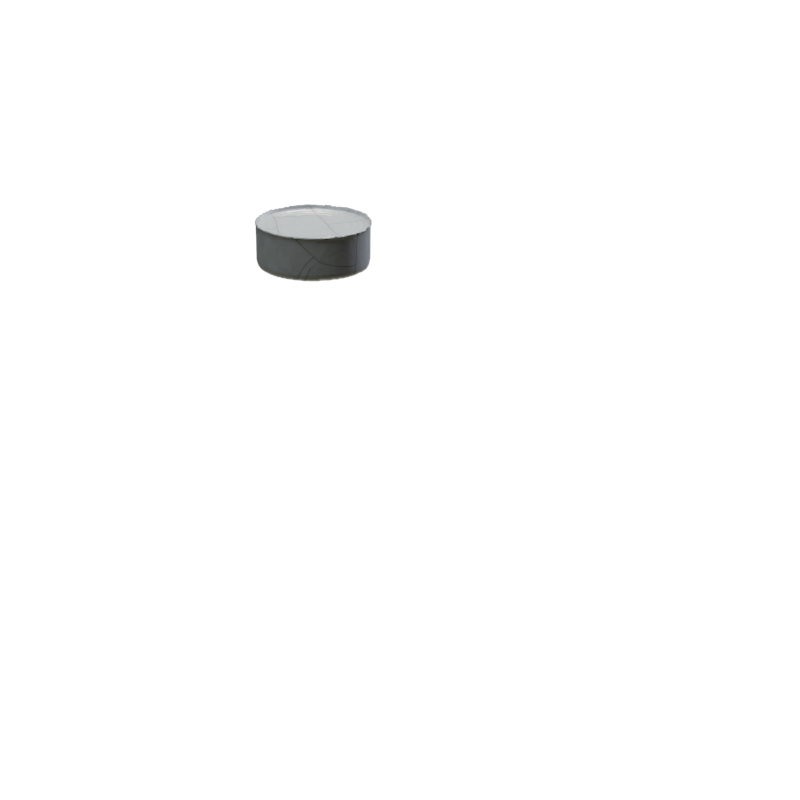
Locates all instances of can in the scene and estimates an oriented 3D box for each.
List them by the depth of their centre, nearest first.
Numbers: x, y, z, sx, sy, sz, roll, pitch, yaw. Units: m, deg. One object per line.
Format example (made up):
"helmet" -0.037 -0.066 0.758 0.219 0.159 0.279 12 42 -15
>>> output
"can" -0.064 -0.117 0.817 0.086 0.032 0.090 -1 24 -2
